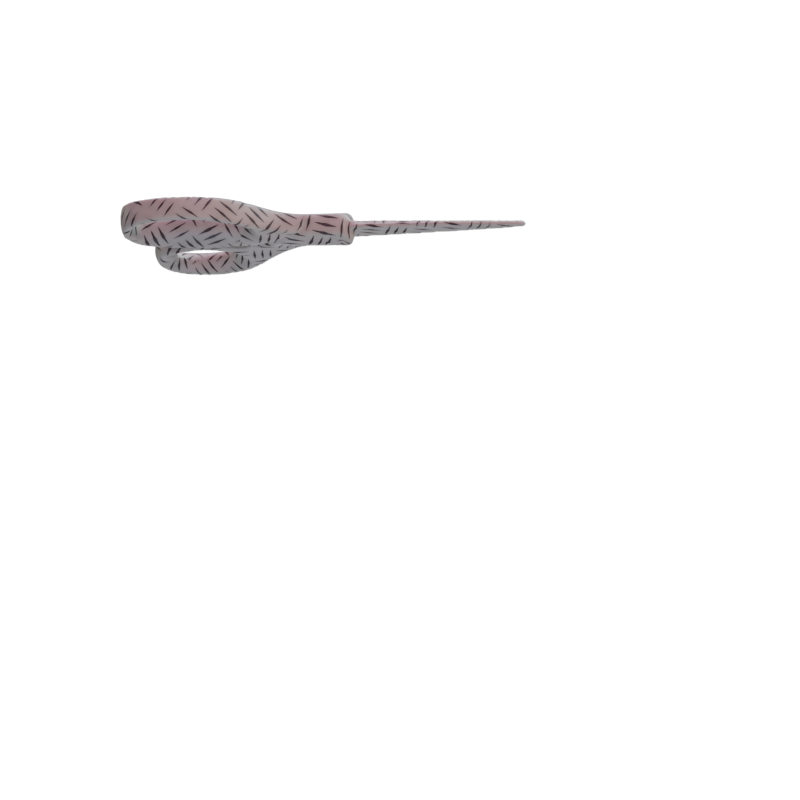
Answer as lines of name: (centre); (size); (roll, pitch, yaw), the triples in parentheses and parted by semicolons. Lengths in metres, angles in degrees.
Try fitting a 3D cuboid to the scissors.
scissors: (-0.046, -0.084, 0.586); (0.198, 0.016, 0.094); (2, -13, -11)
